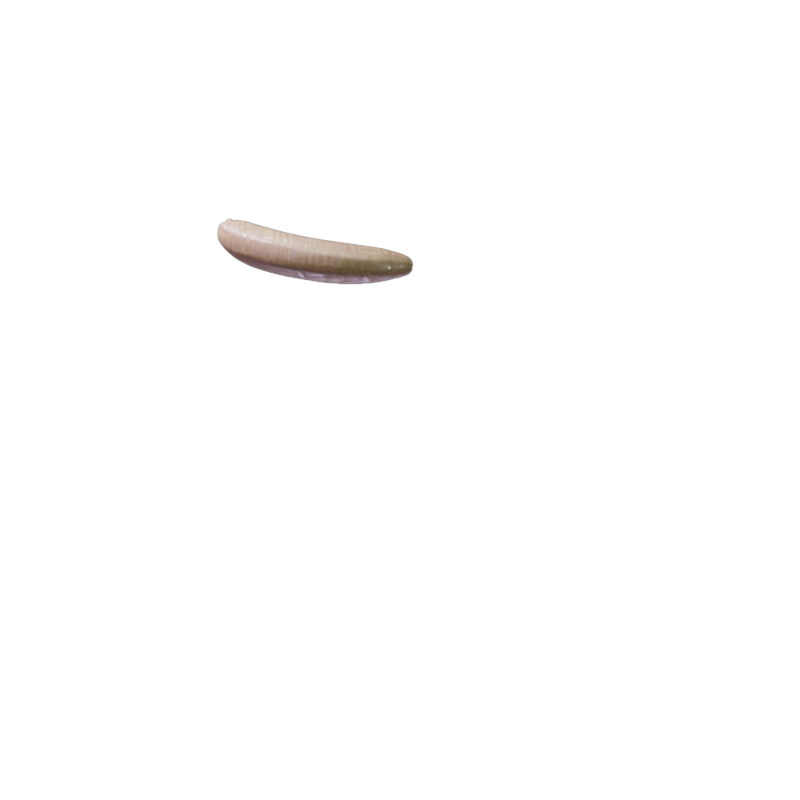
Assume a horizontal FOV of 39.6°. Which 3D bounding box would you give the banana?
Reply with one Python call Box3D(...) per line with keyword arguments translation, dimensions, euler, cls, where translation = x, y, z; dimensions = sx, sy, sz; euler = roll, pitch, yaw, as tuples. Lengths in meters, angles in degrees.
Box3D(translation=(-0.089, -0.134, 0.984), dimensions=(0.207, 0.035, 0.071), euler=(17, 36, 24), cls="banana")
